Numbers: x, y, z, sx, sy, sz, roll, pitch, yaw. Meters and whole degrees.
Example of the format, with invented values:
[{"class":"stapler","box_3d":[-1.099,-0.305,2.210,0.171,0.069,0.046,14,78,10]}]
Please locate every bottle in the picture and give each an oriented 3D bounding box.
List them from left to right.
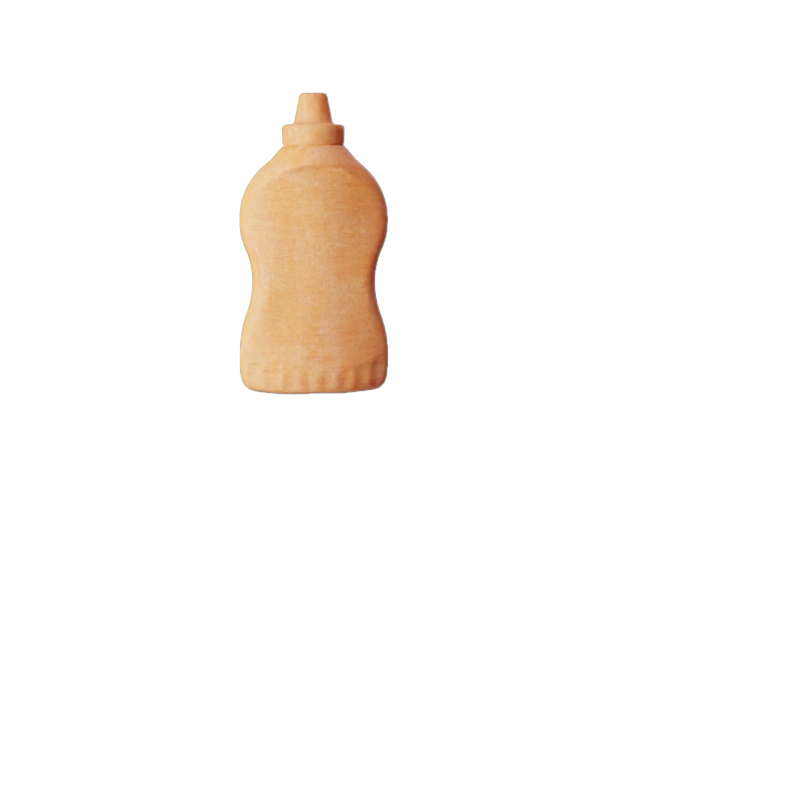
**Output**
[{"class":"bottle","box_3d":[-0.057,-0.103,0.721,0.095,0.190,0.059,0,5,-5]}]
